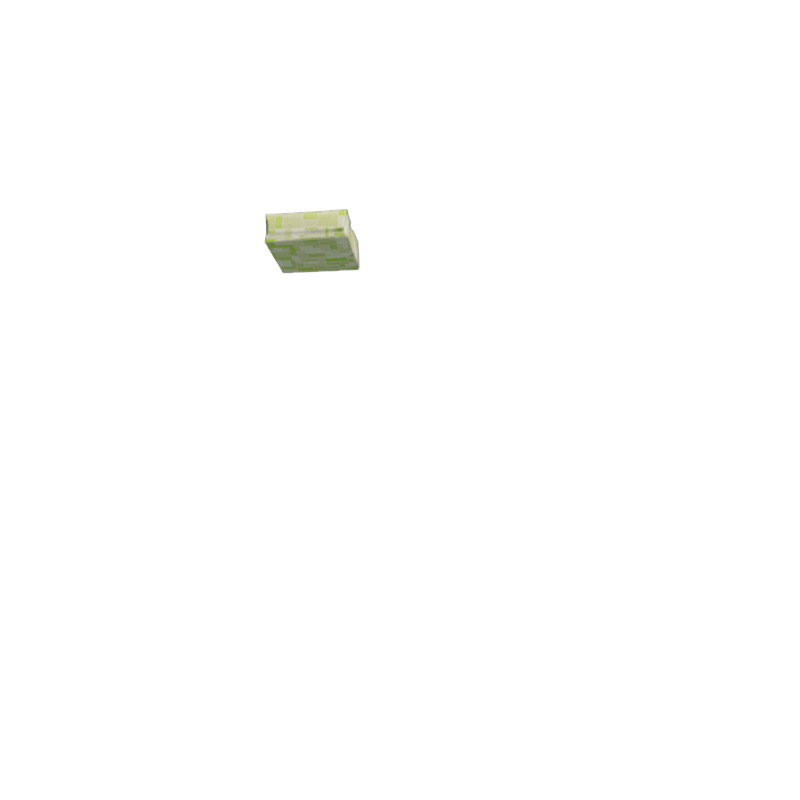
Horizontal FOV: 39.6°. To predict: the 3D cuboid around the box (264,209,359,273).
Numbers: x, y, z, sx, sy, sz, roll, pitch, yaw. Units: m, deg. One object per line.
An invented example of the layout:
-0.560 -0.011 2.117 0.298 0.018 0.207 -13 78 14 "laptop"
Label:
-0.078 -0.142 0.995 0.074 0.031 0.085 -2 -15 7 "box"
